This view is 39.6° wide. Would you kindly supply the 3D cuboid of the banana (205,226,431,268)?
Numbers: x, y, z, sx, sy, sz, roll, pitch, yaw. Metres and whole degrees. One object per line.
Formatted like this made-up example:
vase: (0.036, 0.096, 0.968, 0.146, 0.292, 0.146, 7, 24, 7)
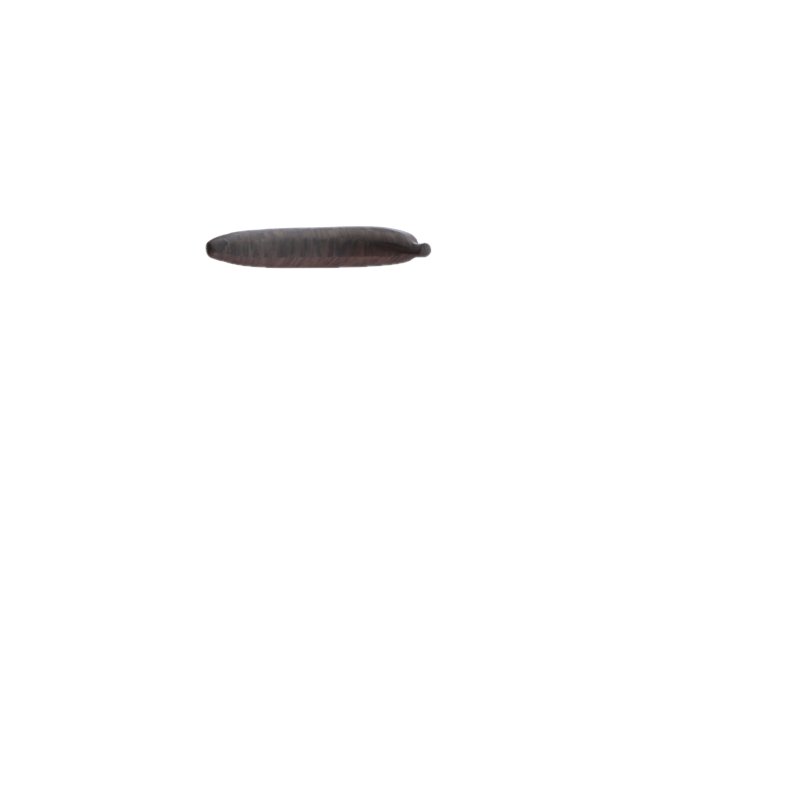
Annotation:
banana: (-0.070, -0.137, 0.984, 0.200, 0.037, 0.068, 0, -4, 9)
